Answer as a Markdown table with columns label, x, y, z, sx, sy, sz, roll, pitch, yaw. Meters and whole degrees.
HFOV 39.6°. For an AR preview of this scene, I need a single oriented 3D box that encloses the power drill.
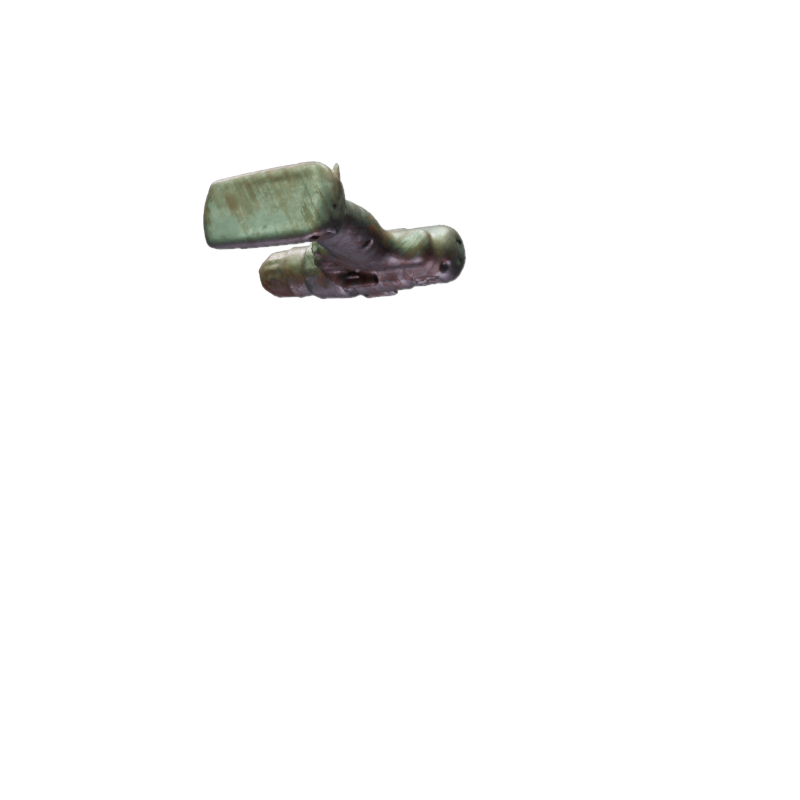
| label | x | y | z | sx | sy | sz | roll | pitch | yaw |
| --- | --- | --- | --- | --- | --- | --- | --- | --- | --- |
| power drill | -0.066 | -0.121 | 0.848 | 0.189 | 0.059 | 0.177 | -5 | -11 | 29 |
